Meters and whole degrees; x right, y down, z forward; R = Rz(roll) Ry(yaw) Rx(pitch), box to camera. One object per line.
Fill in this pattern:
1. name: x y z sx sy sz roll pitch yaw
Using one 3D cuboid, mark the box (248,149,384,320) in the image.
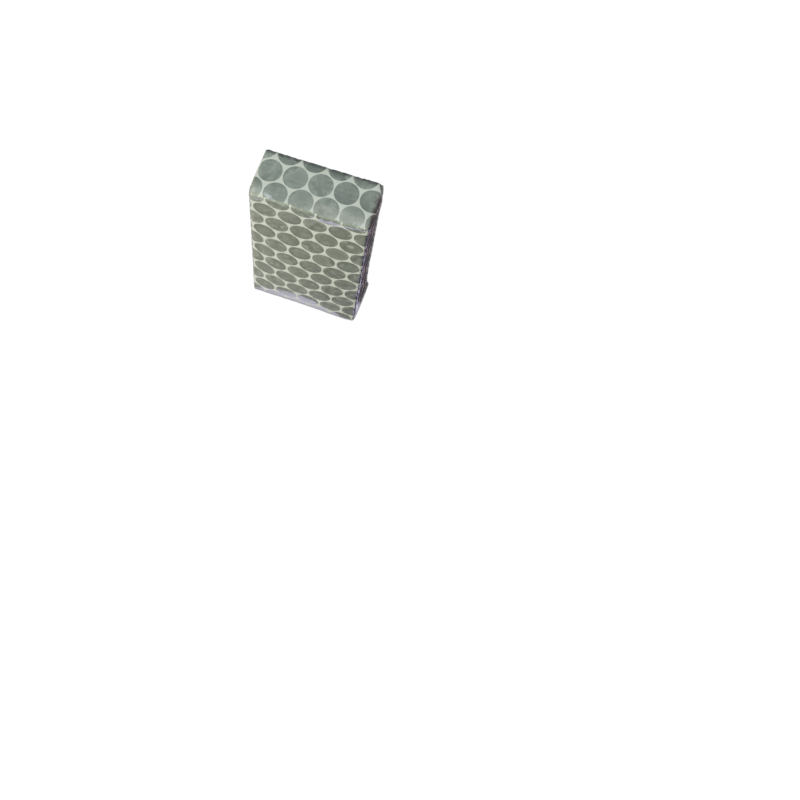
1. box: -0.068 -0.123 0.864 0.094 0.050 0.169 19 -17 3
